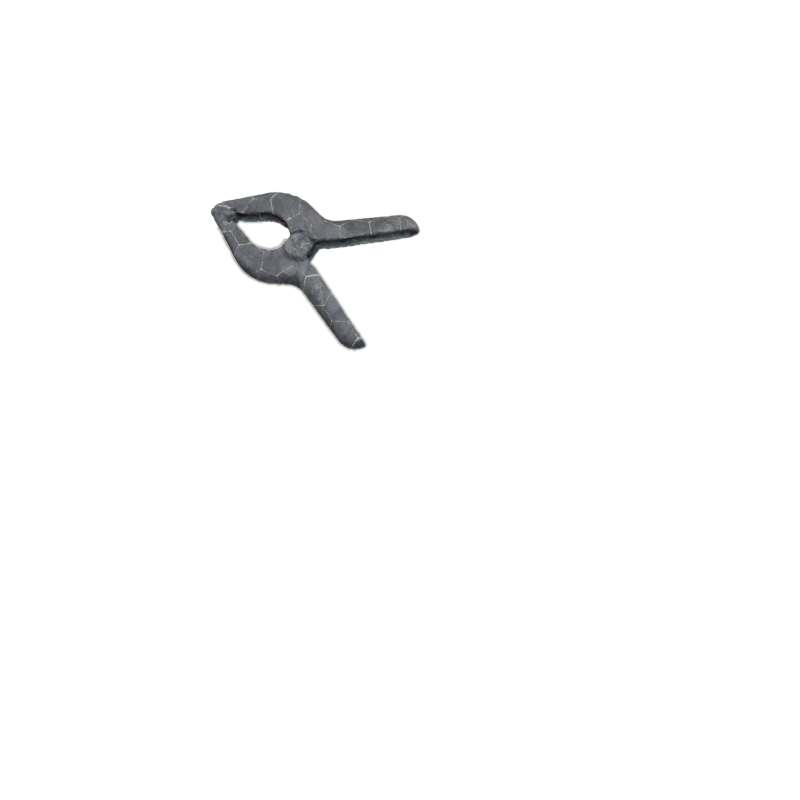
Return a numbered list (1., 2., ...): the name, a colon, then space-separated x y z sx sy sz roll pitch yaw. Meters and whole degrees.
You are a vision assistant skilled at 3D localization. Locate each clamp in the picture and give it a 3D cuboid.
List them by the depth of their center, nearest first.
1. clamp: -0.072 -0.132 0.923 0.176 0.122 0.037 32 -18 12
